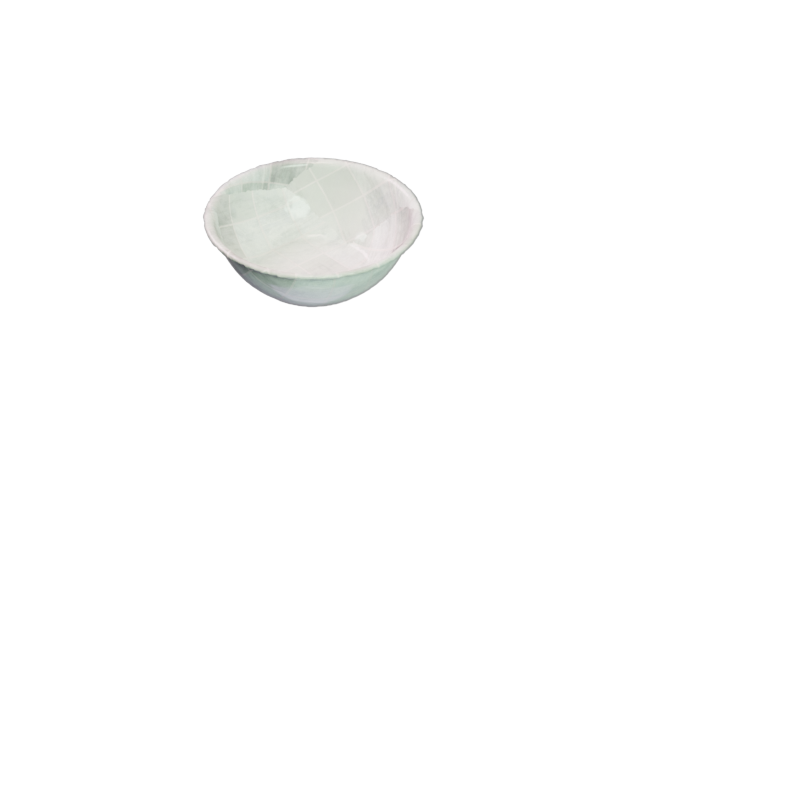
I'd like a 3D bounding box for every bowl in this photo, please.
[{"bbox_3d":[-0.065,-0.119,0.831,0.162,0.051,0.174,-1,39,-2],"label":"bowl"}]
